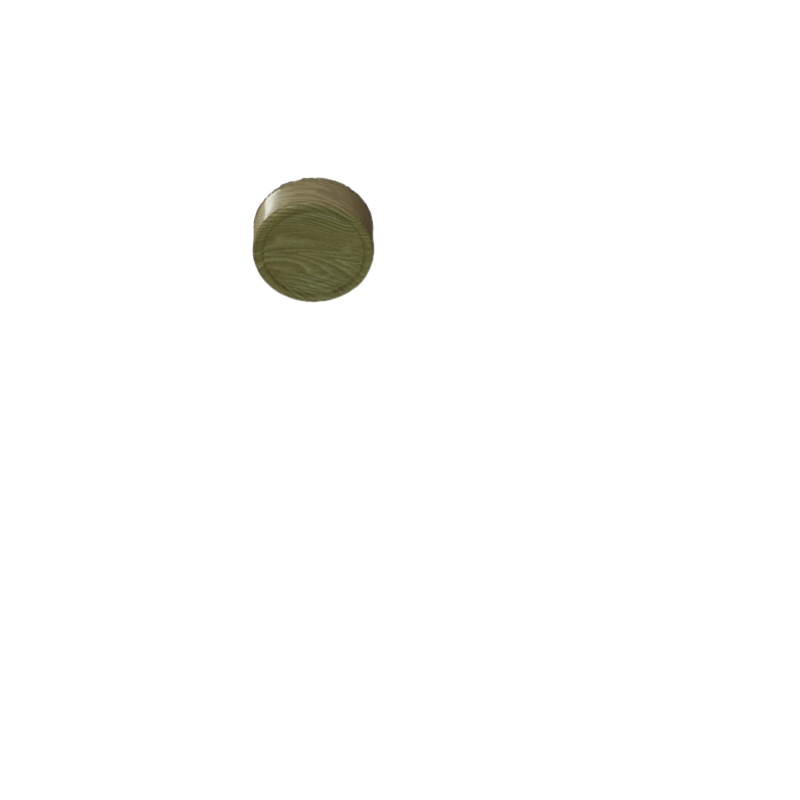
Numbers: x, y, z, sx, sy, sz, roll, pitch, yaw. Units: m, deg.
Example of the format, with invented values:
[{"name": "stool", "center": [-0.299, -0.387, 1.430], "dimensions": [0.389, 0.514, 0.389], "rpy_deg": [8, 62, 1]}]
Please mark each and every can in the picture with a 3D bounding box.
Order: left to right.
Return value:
[{"name": "can", "center": [-0.061, -0.111, 0.776], "dimensions": [0.086, 0.080, 0.036], "rpy_deg": [1, 37, -1]}]
